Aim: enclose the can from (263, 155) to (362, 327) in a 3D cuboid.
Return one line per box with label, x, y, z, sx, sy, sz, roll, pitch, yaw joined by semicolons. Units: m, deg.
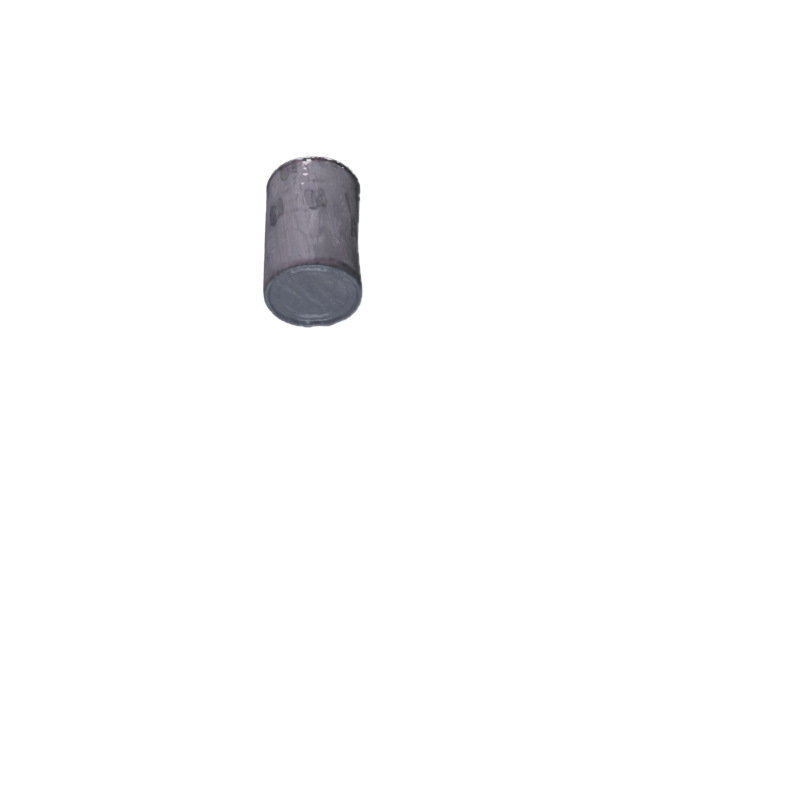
can;-0.060;-0.109;0.764;0.068;0.110;0.064;-1;-39;-3
